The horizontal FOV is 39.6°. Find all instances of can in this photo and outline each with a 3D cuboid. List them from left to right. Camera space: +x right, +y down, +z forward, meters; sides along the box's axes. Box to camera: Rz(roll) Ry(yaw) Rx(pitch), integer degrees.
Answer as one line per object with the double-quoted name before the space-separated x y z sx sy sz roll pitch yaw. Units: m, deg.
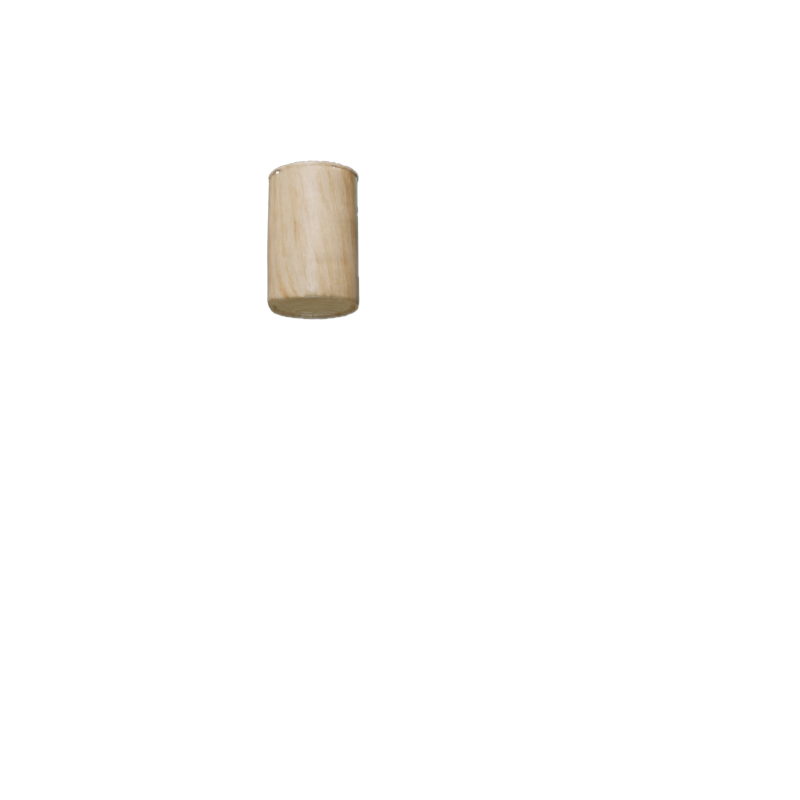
"can" -0.064 -0.116 0.816 0.068 0.106 0.066 0 -16 -2
